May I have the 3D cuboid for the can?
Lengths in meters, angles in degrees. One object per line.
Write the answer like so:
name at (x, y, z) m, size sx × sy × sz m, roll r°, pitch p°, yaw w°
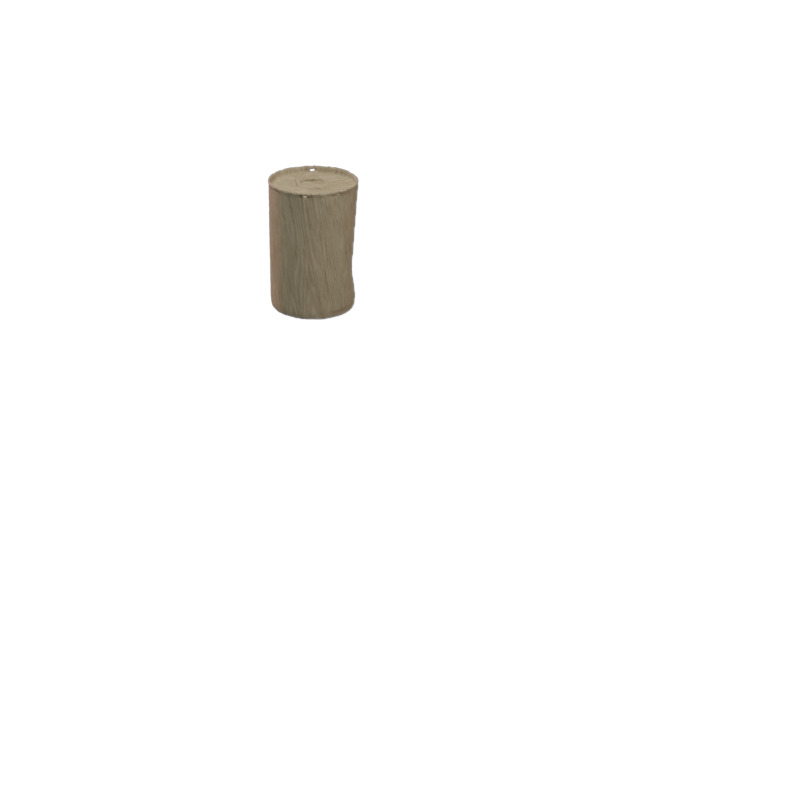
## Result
can at (-0.066, -0.121, 0.848) m, size 0.068 × 0.097 × 0.072 m, roll 0°, pitch 25°, yaw -2°
